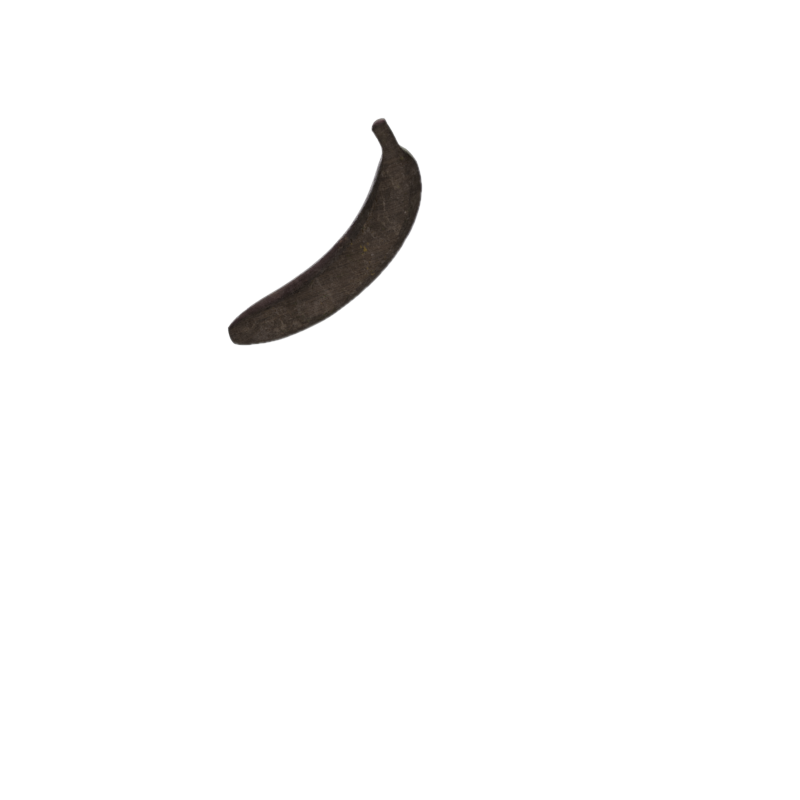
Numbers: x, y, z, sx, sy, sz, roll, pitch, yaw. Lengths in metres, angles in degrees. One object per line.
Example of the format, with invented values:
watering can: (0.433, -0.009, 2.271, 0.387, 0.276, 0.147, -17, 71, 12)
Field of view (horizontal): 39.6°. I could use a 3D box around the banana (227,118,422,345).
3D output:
banana: (-0.042, -0.102, 0.757, 0.067, 0.193, 0.039, 31, 24, -17)
